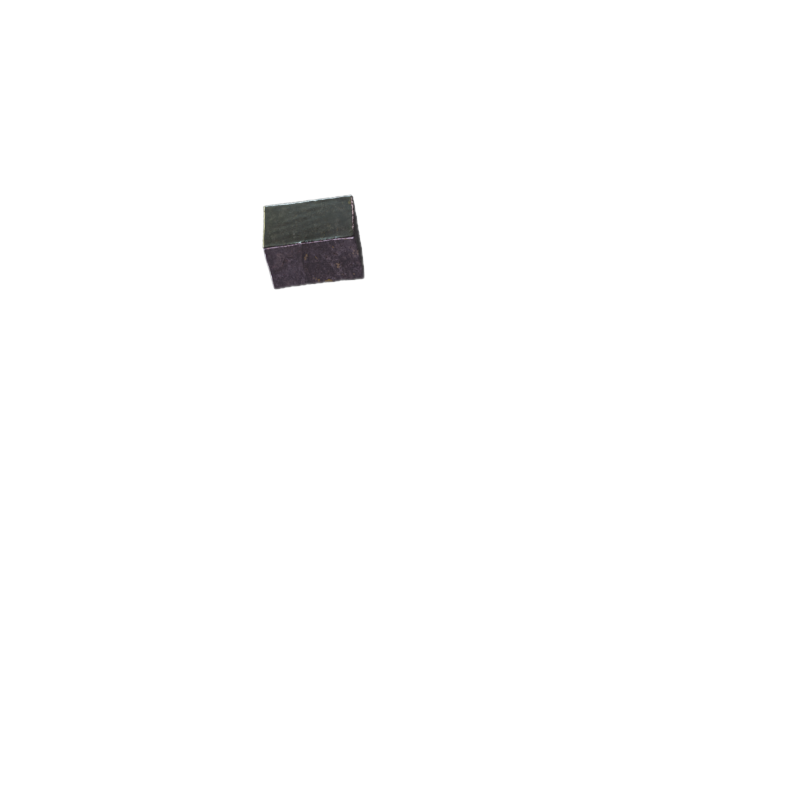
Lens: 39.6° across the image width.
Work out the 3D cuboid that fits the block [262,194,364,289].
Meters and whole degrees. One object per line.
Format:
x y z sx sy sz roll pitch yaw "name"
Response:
-0.072 -0.131 0.917 0.078 0.055 0.049 -6 -41 5 "block"
